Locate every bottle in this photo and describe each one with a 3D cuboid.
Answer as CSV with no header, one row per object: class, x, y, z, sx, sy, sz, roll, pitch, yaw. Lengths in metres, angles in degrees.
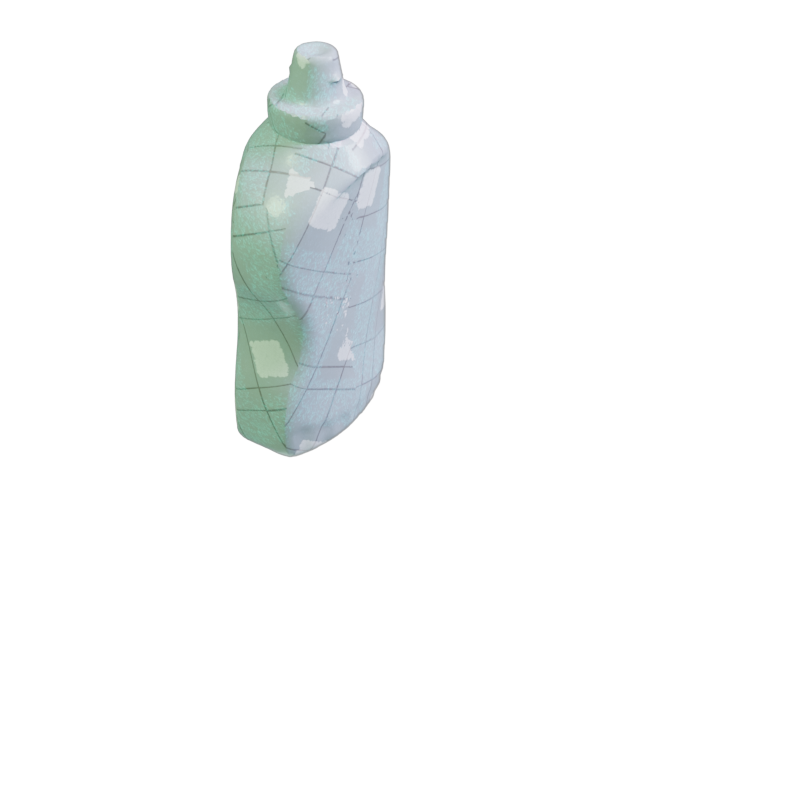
bottle,-0.039,-0.072,0.507,0.061,0.179,0.098,21,41,23
